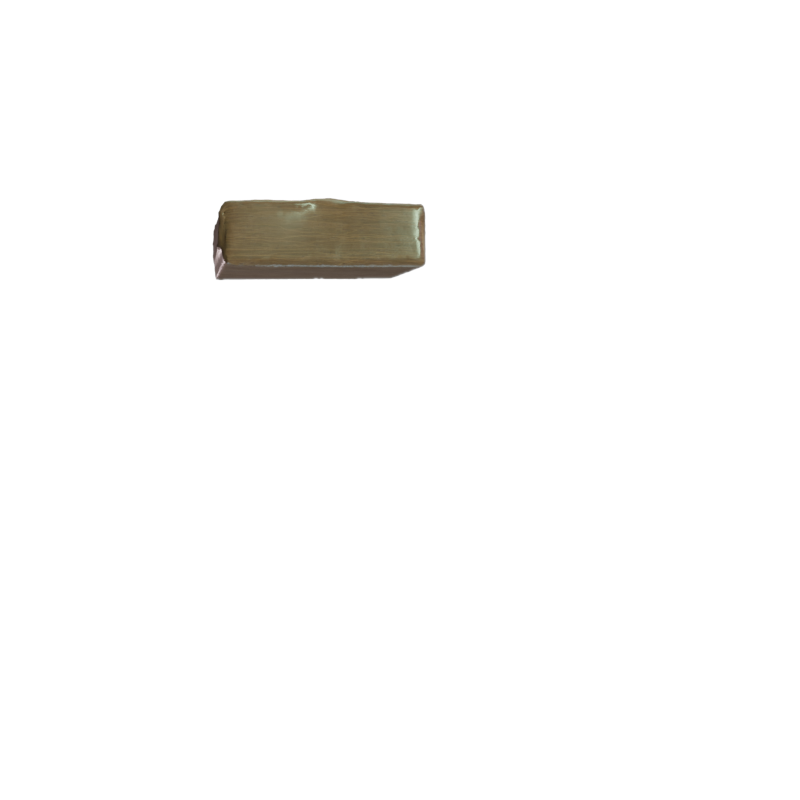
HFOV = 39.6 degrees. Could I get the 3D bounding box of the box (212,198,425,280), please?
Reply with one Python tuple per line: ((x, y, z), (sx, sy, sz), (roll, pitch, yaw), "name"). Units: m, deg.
((-0.039, -0.072, 0.502), (0.088, 0.030, 0.073), (0, 0, -9), "box")
